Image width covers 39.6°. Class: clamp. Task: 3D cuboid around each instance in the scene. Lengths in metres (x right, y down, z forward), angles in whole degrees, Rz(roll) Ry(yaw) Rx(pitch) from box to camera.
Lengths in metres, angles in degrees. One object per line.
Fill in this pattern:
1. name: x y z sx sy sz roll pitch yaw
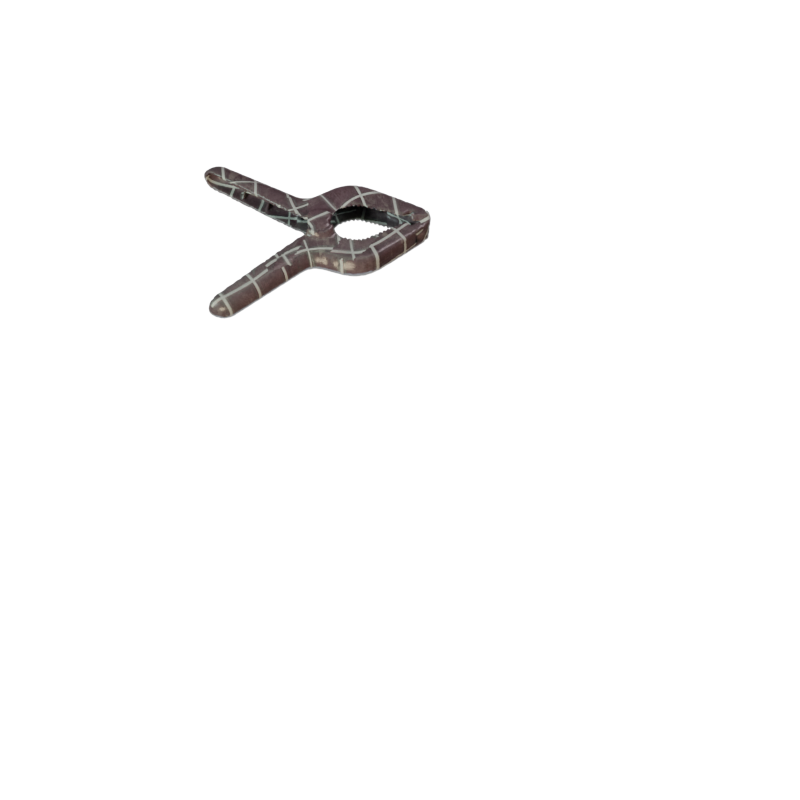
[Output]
1. clamp: -0.078 -0.142 0.996 0.210 0.176 0.034 1 -34 0
